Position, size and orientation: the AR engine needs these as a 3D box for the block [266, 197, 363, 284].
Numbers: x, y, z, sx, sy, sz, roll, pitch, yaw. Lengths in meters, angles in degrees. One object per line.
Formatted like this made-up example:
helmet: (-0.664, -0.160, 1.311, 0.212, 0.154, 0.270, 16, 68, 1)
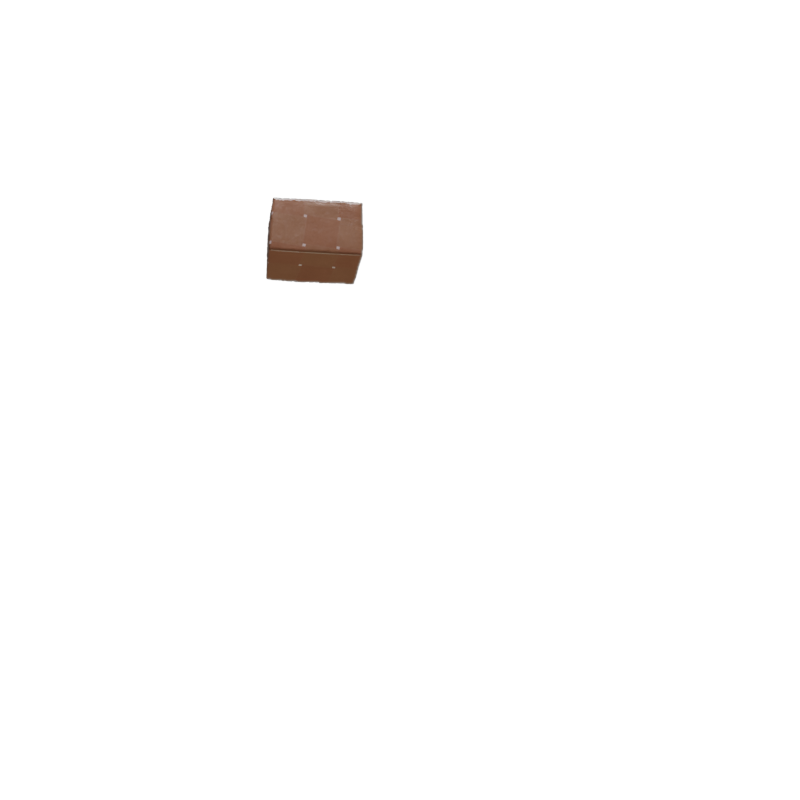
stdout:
block: (-0.073, -0.133, 0.929, 0.077, 0.054, 0.050, 3, -27, -7)
